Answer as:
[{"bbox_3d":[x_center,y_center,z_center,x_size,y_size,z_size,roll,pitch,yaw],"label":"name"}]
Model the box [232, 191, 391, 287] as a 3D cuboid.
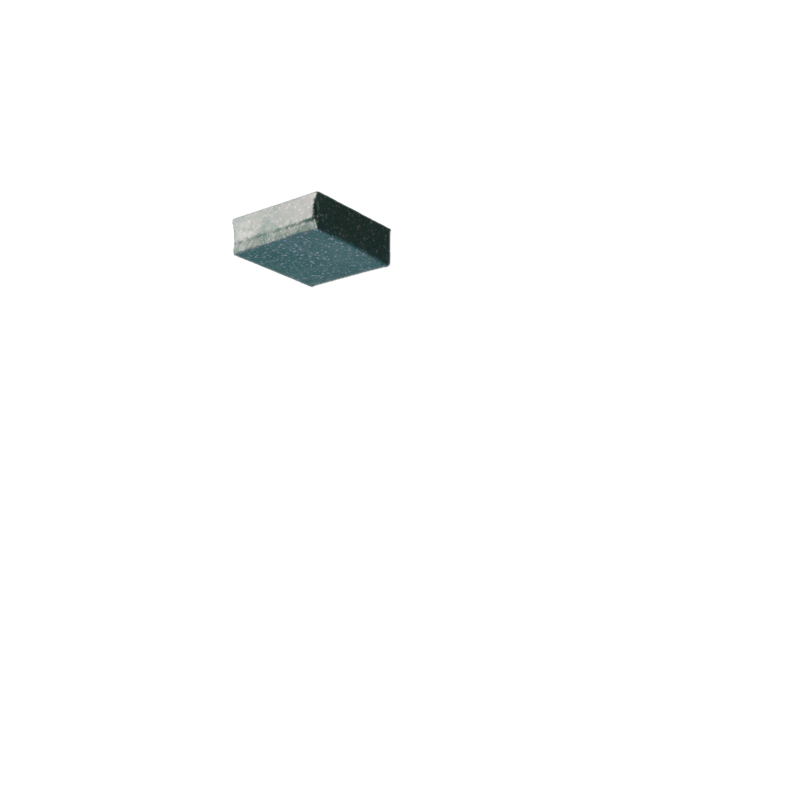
[{"bbox_3d":[-0.074,-0.135,0.942,0.092,0.041,0.106,-11,-19,33],"label":"box"}]
